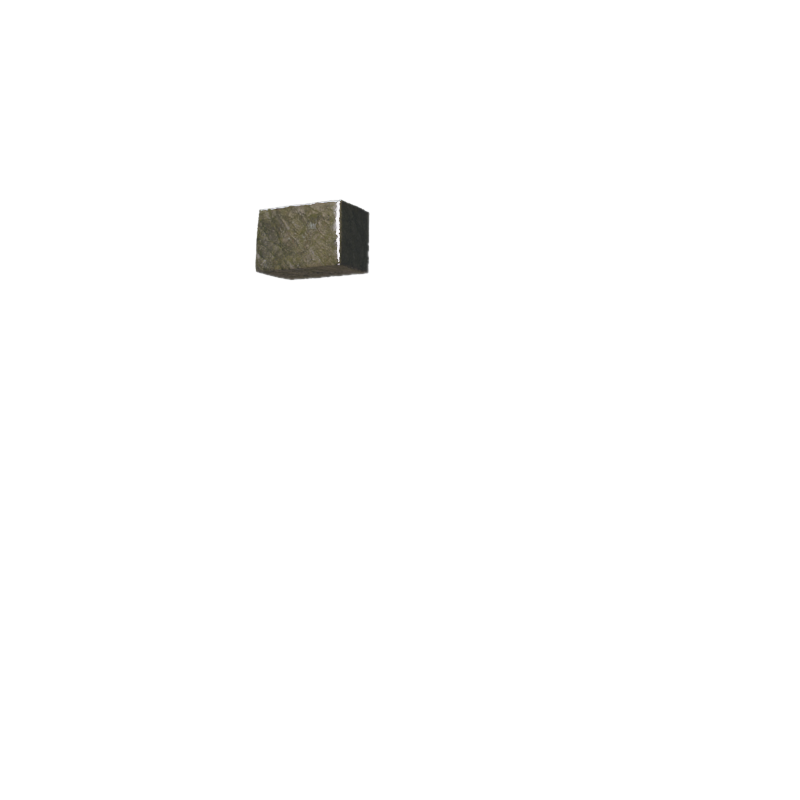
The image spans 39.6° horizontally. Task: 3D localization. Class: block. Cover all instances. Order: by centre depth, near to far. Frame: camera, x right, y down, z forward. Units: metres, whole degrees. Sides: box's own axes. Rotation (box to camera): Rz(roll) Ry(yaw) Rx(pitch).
[{"bbox_3d":[-0.070,-0.127,0.888,0.080,0.052,0.050,-3,-7,27],"label":"block"}]
